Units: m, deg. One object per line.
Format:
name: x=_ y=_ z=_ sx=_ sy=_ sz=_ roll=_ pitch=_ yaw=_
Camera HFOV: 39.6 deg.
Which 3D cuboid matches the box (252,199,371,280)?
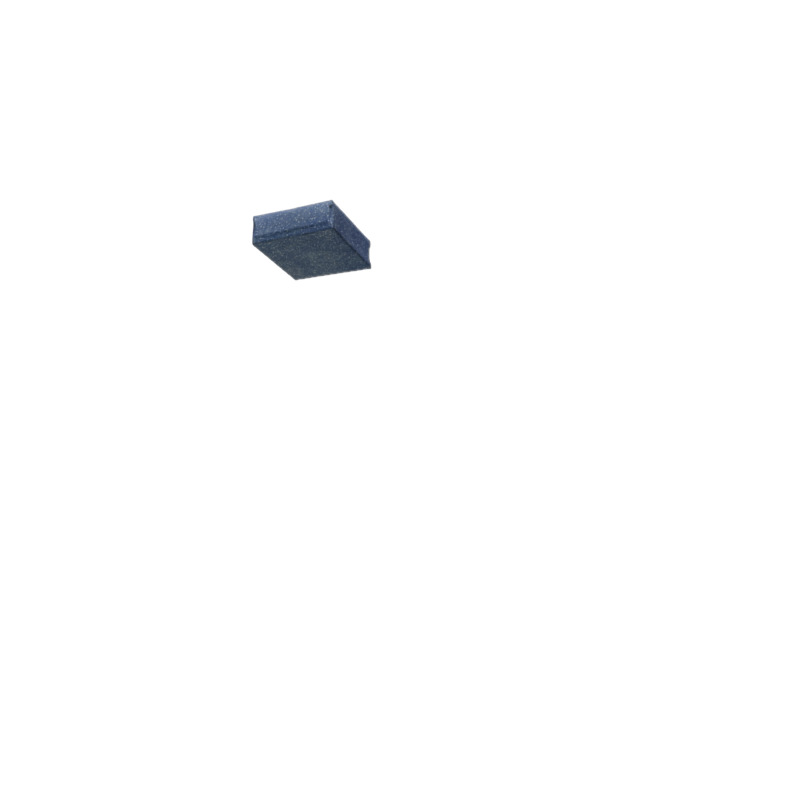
box: x=-0.073 y=-0.134 z=0.939 sx=0.074 sy=0.032 sz=0.083 roll=-8 pitch=-20 yaw=21
